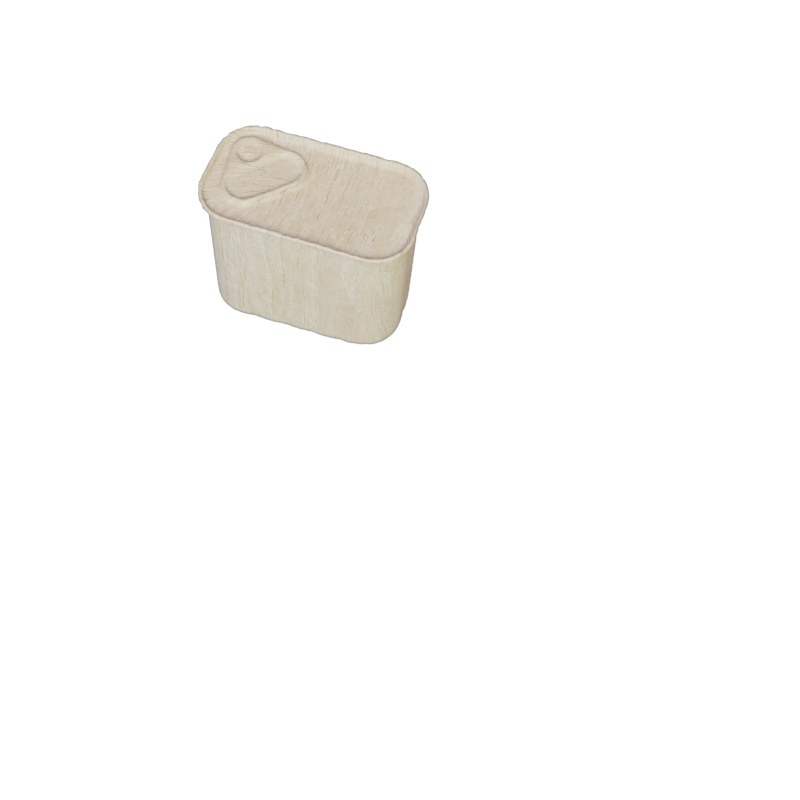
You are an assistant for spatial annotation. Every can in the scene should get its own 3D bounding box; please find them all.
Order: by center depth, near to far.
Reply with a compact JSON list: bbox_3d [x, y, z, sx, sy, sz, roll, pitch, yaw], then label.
[{"bbox_3d":[-0.042,-0.076,0.534,0.104,0.060,0.079,17,-29,8],"label":"can"}]
